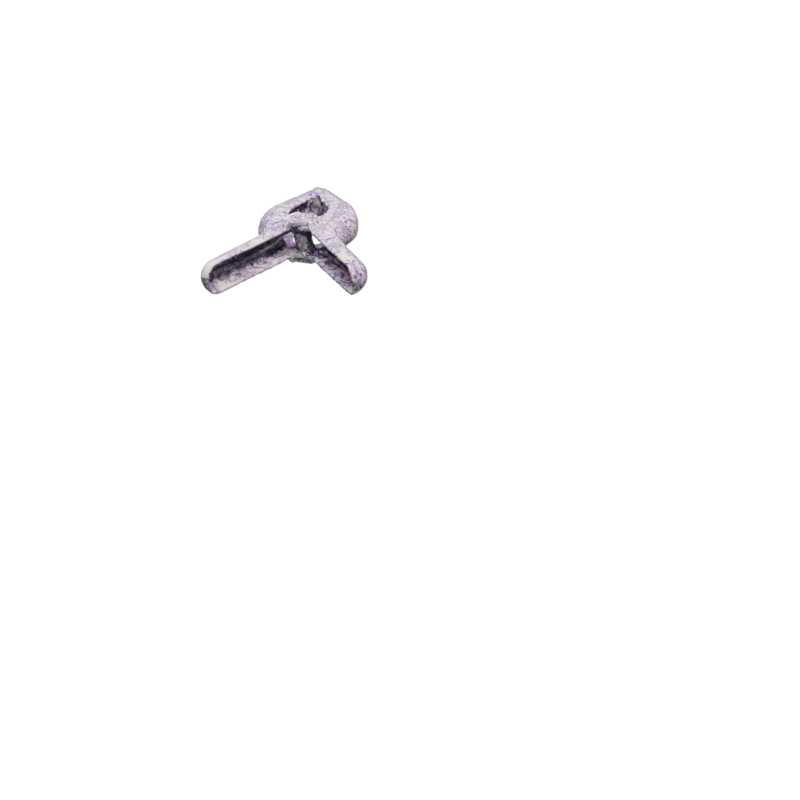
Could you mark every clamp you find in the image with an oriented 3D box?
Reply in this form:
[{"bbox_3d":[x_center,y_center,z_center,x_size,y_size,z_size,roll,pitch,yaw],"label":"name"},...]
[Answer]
[{"bbox_3d":[-0.066,-0.121,0.849,0.123,0.037,0.178,9,33,14],"label":"clamp"}]
